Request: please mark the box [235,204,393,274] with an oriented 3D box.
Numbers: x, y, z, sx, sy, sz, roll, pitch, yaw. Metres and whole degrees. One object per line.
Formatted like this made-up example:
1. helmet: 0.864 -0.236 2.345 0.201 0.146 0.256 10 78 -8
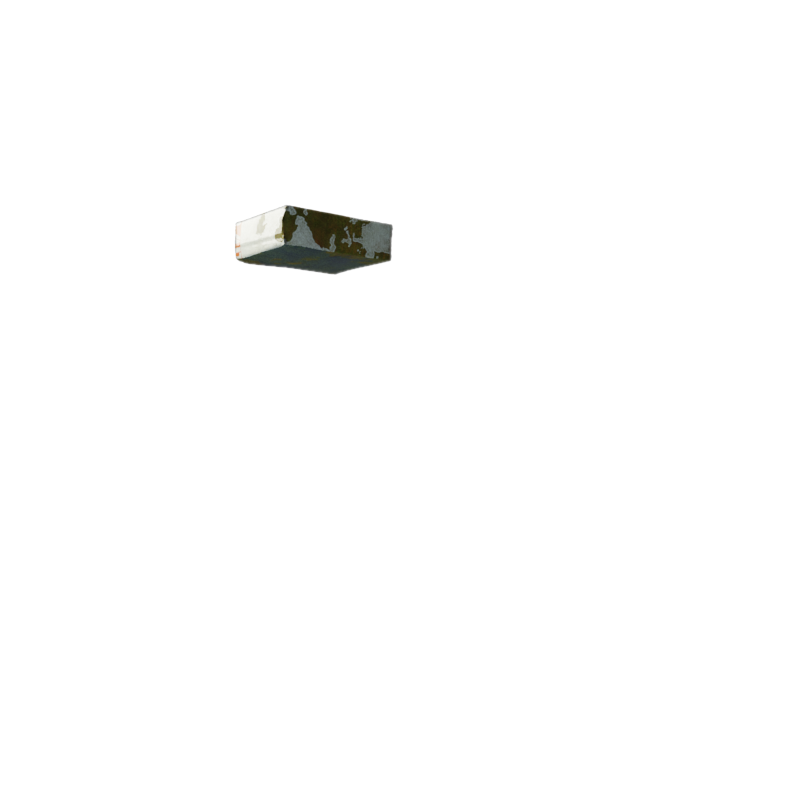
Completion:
1. box: -0.077 -0.140 0.979 0.109 0.040 0.092 3 -6 -34
